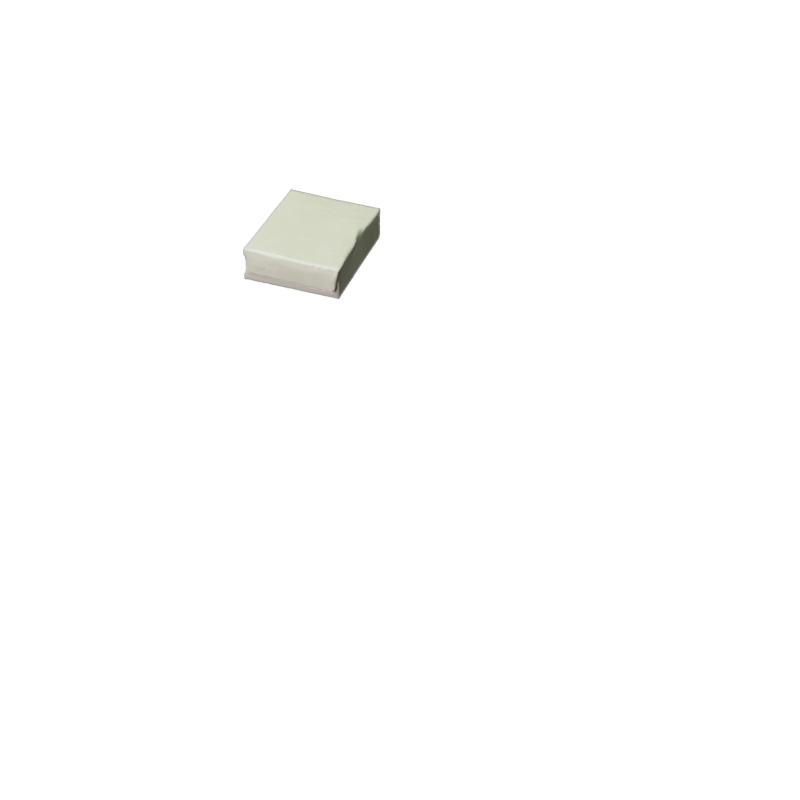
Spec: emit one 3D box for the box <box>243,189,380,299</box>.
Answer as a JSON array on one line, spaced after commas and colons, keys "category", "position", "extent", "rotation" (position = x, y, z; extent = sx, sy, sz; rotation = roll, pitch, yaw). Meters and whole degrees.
[{"category": "box", "position": [-0.063, -0.114, 0.799], "extent": [0.075, 0.028, 0.093], "rotation": [13, 40, 15]}]
